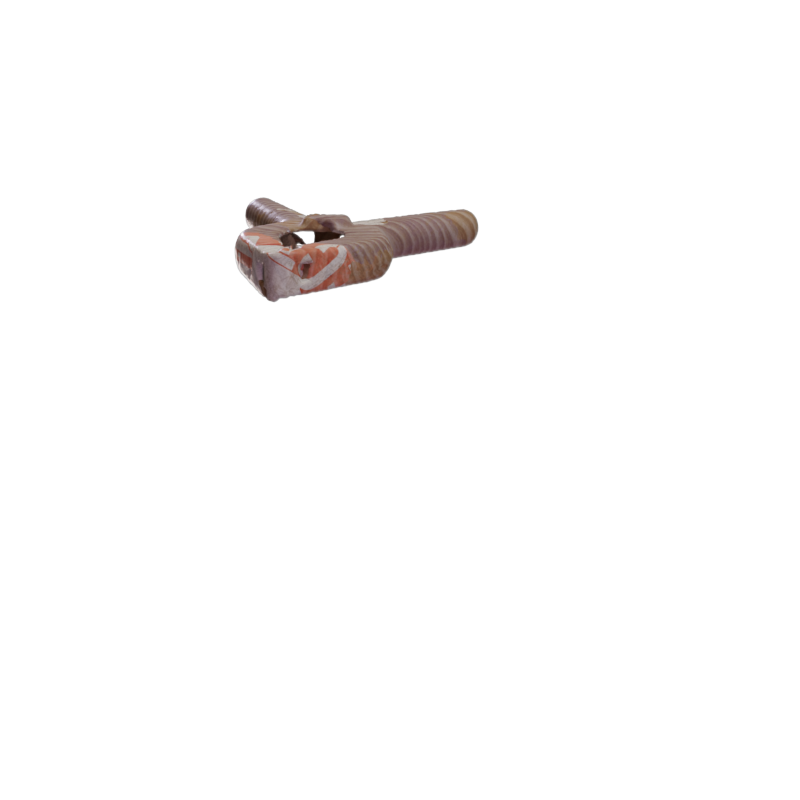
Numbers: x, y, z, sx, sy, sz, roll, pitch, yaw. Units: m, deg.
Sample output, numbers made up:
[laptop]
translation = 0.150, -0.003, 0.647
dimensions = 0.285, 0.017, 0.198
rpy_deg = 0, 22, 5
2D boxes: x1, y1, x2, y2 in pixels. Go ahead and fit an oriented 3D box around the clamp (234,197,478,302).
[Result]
[clamp]
translation = -0.055, -0.100, 0.697
dimensions = 0.169, 0.035, 0.211
rpy_deg = 6, 19, 19
